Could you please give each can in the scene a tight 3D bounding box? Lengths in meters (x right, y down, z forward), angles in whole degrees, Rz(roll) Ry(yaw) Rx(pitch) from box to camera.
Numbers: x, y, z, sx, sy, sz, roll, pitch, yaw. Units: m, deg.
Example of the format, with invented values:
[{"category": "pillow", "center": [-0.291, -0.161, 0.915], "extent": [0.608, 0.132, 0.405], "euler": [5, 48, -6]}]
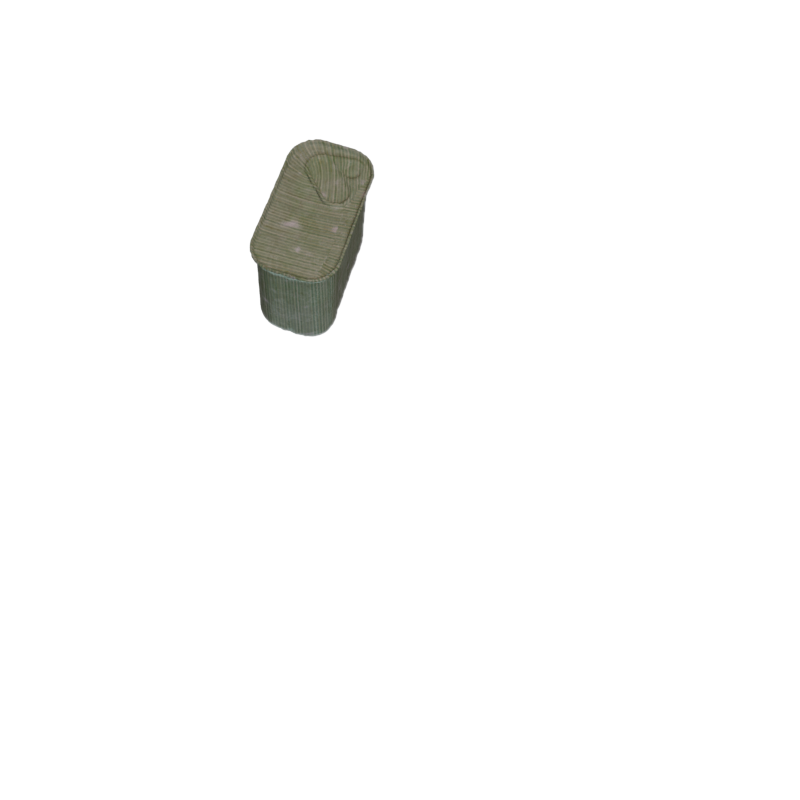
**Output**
[{"category": "can", "center": [-0.056, -0.103, 0.720], "extent": [0.058, 0.106, 0.079], "euler": [16, -27, 5]}]
